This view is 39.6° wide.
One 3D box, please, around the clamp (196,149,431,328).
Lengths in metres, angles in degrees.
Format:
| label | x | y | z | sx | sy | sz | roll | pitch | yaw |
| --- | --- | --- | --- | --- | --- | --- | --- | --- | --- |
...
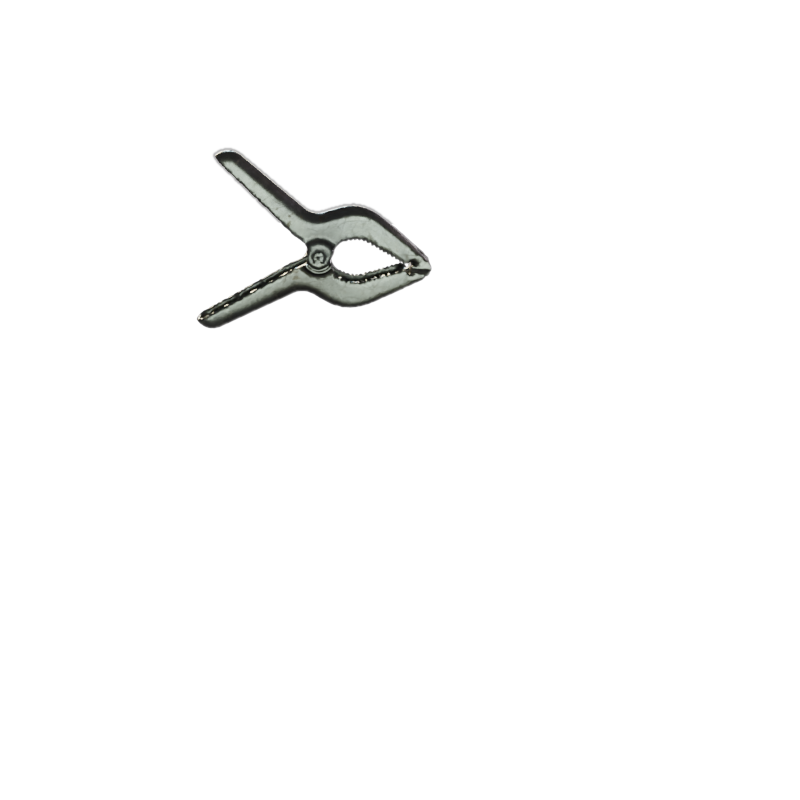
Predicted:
| label | x | y | z | sx | sy | sz | roll | pitch | yaw |
| --- | --- | --- | --- | --- | --- | --- | --- | --- | --- |
| clamp | -0.077 | -0.141 | 0.987 | 0.210 | 0.158 | 0.038 | 1 | 19 | 0 |
